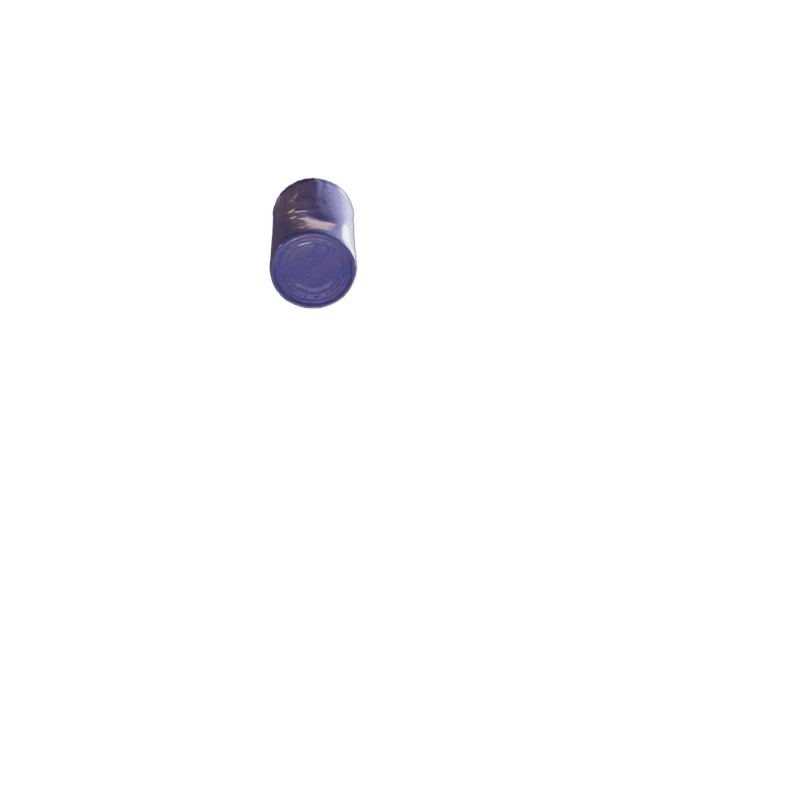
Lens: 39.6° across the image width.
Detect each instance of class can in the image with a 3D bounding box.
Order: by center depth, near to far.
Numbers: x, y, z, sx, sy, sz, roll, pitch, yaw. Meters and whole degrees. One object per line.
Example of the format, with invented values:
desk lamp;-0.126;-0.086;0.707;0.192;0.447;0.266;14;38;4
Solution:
can;-0.069;-0.126;0.880;0.068;0.065;0.109;-1;31;-3
